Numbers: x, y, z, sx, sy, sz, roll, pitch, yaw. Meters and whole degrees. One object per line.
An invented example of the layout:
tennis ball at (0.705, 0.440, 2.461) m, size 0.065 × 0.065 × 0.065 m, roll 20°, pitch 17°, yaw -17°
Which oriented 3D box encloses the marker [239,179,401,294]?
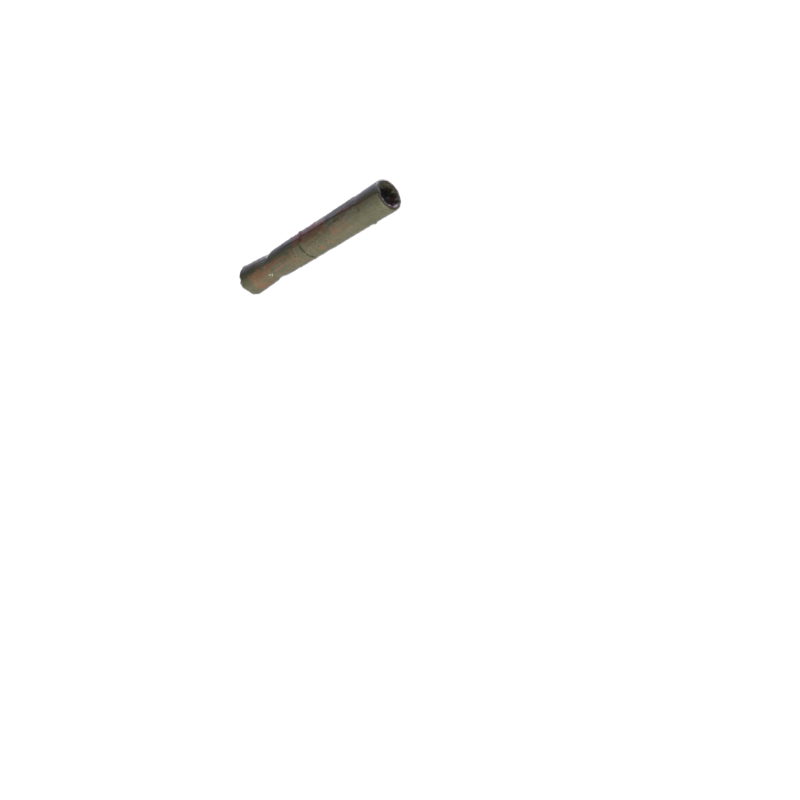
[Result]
marker at (-0.049, -0.089, 0.621) m, size 0.121 × 0.020 × 0.019 m, roll -25°, pitch -13°, yaw 39°
